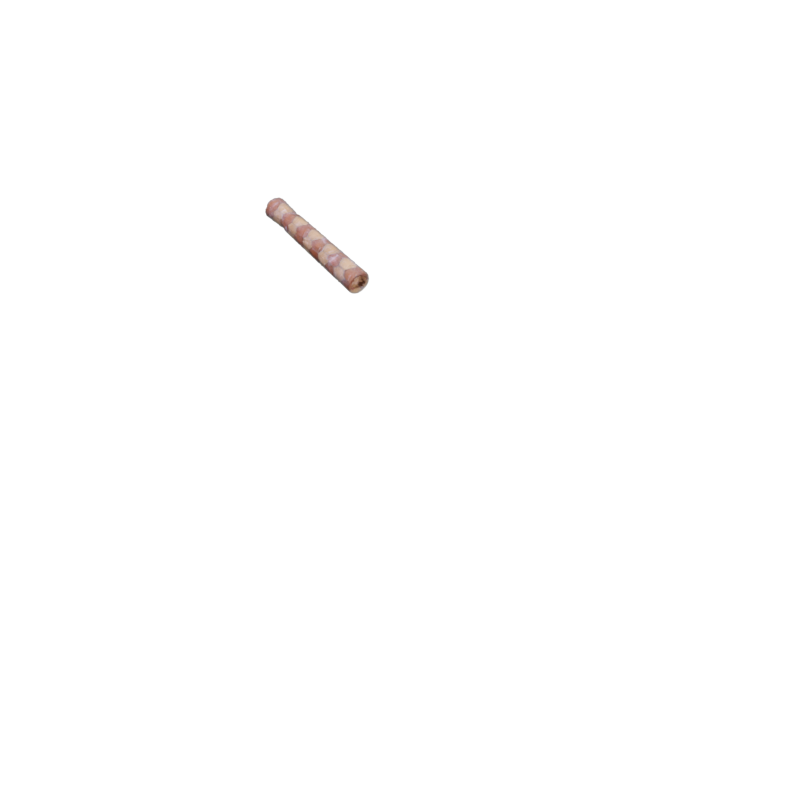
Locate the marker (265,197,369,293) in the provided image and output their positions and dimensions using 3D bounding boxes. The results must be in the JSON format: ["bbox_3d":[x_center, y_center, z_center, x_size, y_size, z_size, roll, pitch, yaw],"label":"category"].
[{"bbox_3d":[-0.067,-0.121,0.851,0.019,0.019,0.130,-3,35,-41],"label":"marker"}]
